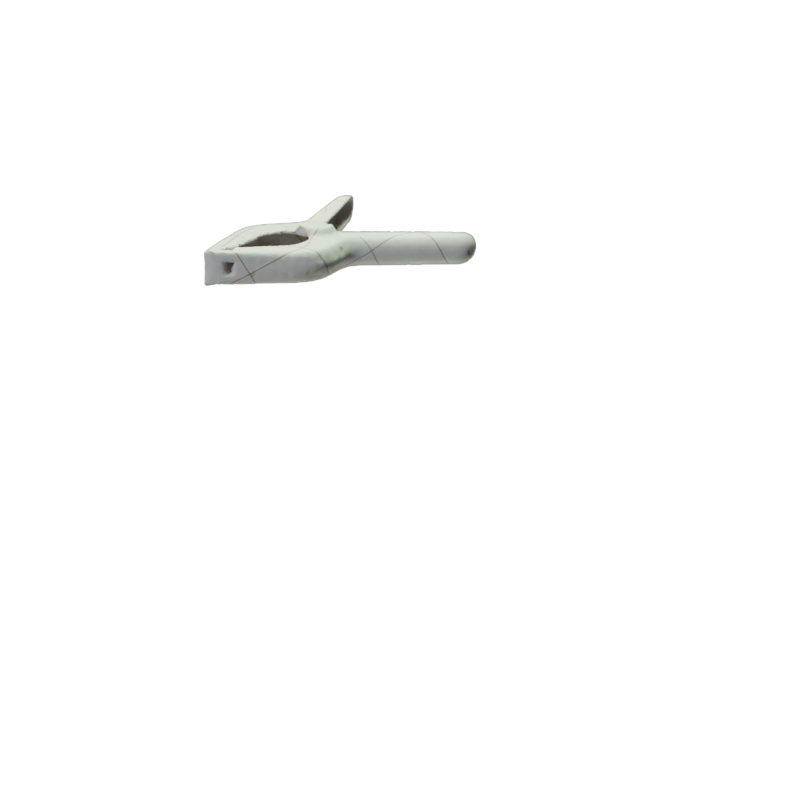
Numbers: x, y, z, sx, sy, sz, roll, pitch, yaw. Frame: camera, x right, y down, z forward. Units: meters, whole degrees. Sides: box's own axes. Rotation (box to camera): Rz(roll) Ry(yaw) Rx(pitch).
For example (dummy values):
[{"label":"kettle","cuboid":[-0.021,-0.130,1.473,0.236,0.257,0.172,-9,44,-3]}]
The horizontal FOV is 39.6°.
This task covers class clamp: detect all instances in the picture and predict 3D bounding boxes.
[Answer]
[{"label":"clamp","cuboid":[-0.069,-0.126,0.885,0.206,0.035,0.175,-14,27,-30]}]
